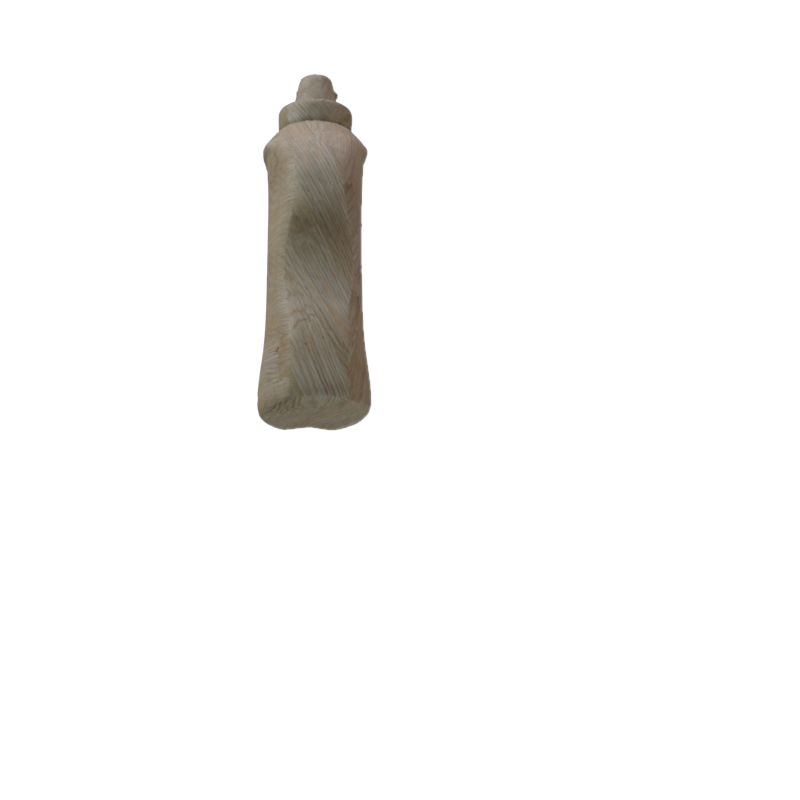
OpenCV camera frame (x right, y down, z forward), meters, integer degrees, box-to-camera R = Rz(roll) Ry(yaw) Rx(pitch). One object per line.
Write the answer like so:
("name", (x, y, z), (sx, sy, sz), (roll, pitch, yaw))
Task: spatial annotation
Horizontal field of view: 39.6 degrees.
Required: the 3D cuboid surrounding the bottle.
("bottle", (-0.046, -0.085, 0.595), (0.058, 0.200, 0.093), (0, -16, -5))
